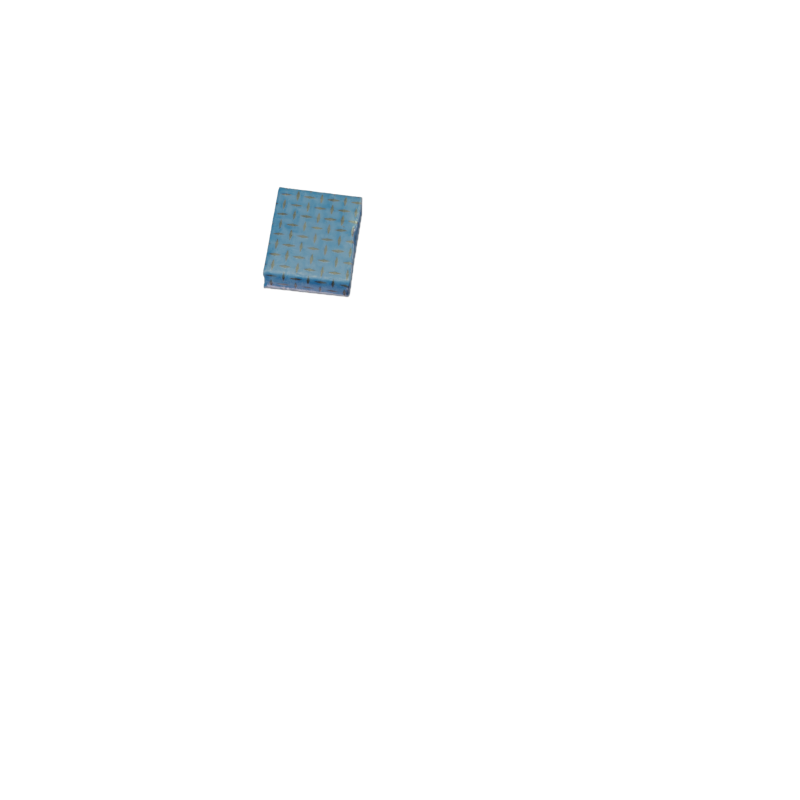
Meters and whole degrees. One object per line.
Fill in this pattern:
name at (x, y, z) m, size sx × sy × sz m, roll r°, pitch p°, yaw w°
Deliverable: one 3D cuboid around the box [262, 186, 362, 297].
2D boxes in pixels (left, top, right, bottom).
box at (-0.073, -0.133, 0.932) m, size 0.073 × 0.094 × 0.028 m, roll 6°, pitch -30°, yaw 3°
